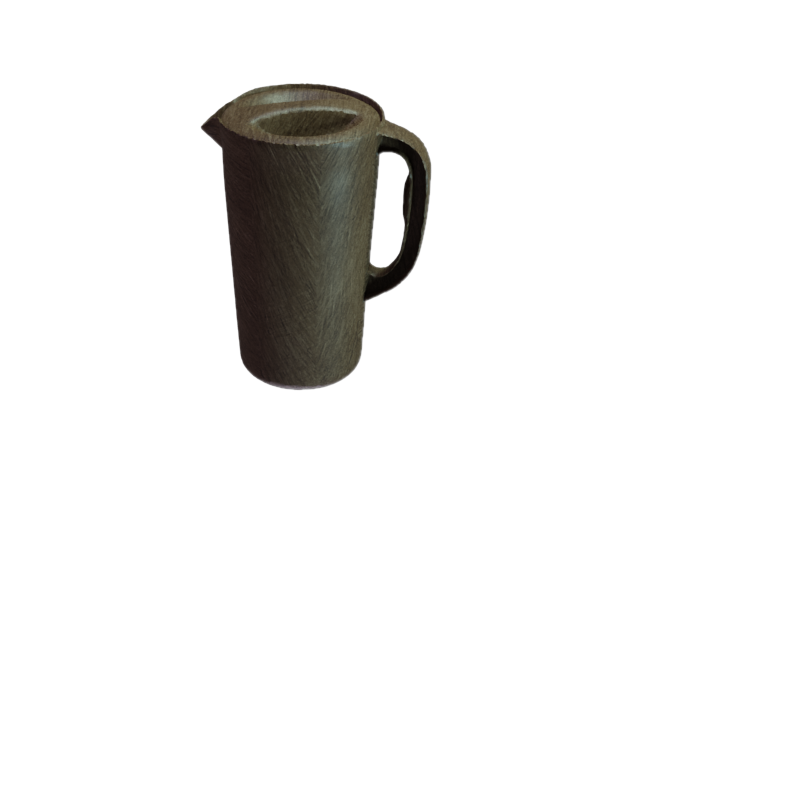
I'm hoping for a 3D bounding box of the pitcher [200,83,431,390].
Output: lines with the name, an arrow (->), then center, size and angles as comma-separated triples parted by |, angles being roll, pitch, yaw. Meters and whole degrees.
pitcher -> -0.073, -0.132, 0.927 | 0.143, 0.229, 0.161 | -18, 36, -29
